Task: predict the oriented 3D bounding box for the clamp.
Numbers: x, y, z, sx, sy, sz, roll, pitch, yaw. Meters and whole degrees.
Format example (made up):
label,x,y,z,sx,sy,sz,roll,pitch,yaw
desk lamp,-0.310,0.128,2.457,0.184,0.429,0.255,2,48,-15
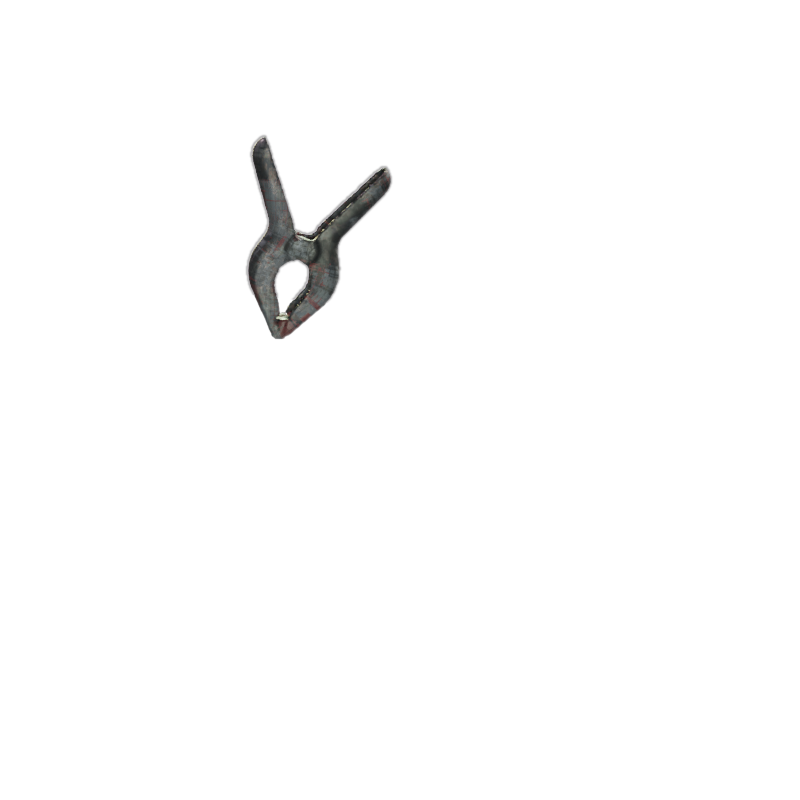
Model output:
label,x,y,z,sx,sy,sz,roll,pitch,yaw
clamp,-0.074,-0.136,0.949,0.120,0.166,0.041,7,14,-2
